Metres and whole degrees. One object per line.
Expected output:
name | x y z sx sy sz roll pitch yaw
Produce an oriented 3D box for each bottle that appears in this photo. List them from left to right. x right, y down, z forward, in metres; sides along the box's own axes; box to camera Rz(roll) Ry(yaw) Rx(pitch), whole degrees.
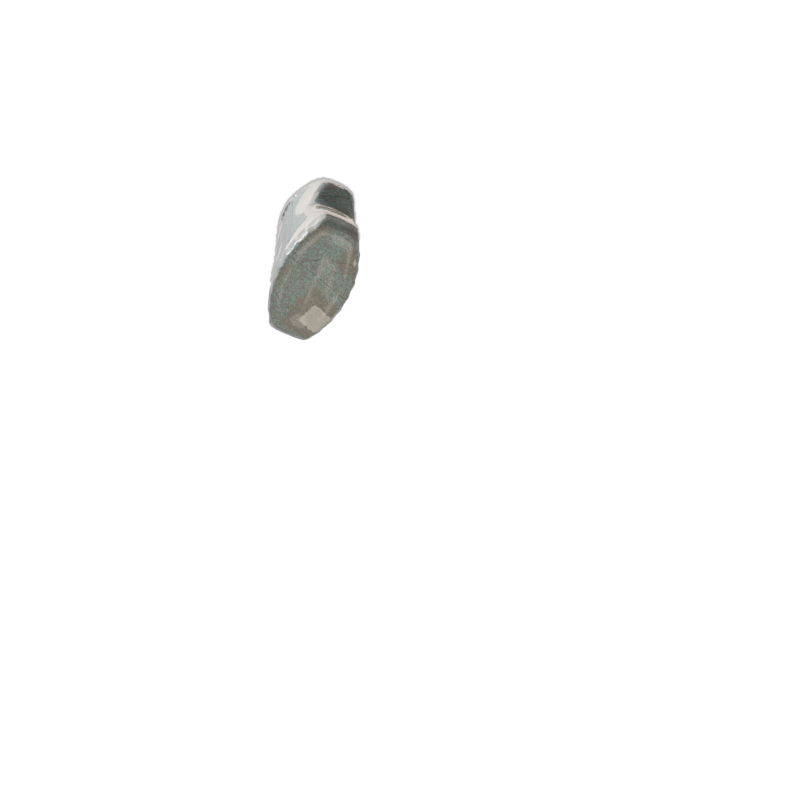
bottle | -0.071 -0.129 0.907 0.057 0.093 0.202 22 22 -14
